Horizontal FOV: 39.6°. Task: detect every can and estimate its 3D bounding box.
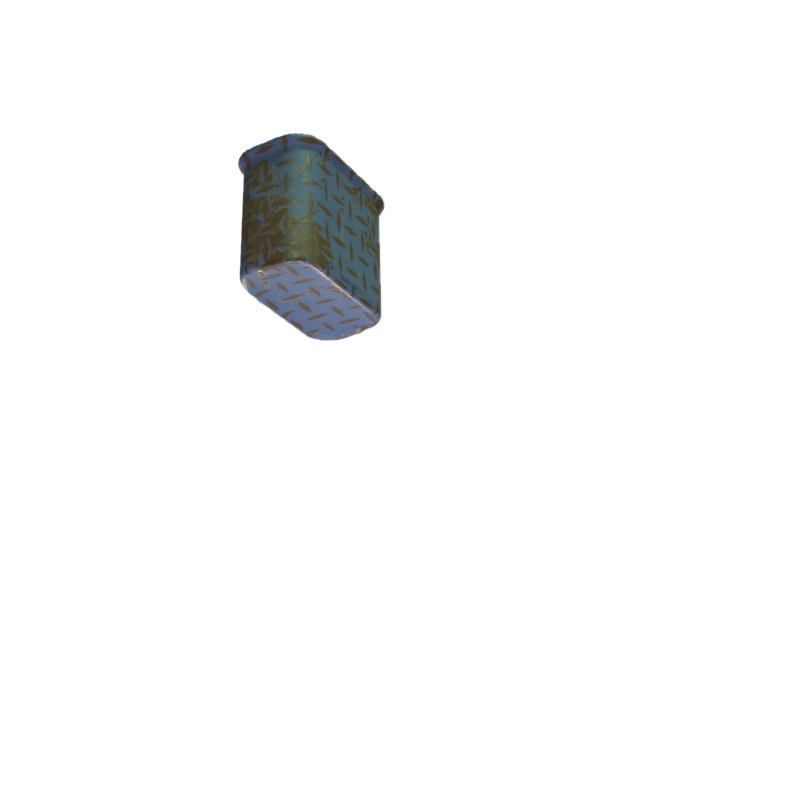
[{"bbox_3d":[-0.051,-0.093,0.653,0.058,0.089,0.094,-17,-31,26],"label":"can"}]
